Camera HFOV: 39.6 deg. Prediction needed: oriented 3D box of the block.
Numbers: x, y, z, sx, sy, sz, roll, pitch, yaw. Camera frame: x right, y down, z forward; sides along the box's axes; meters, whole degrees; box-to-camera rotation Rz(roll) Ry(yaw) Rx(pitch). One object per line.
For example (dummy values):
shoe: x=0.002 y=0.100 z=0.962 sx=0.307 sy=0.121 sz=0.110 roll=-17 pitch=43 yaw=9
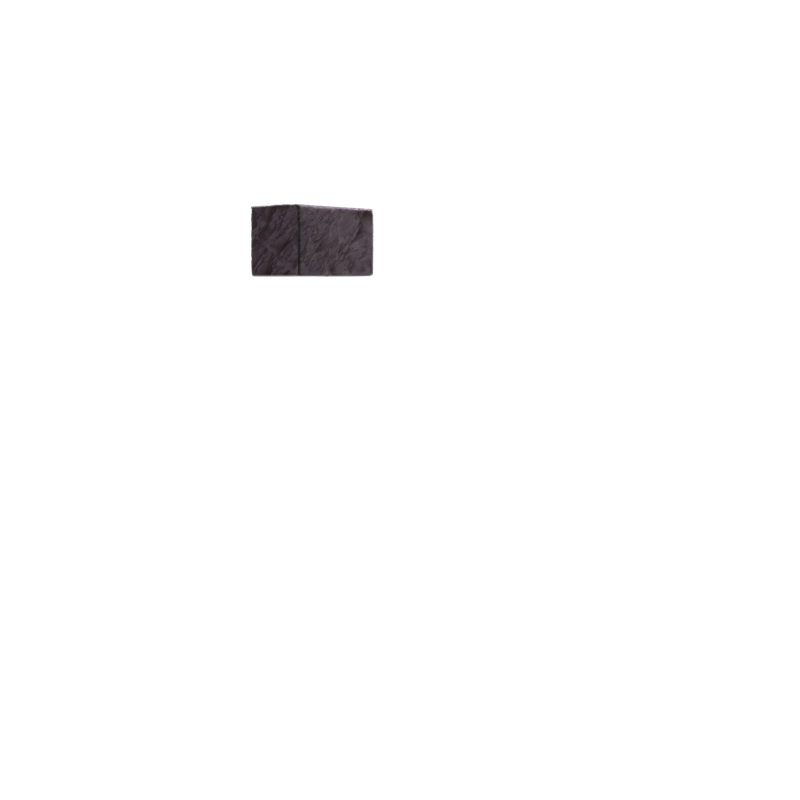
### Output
block: x=-0.063 y=-0.115 z=0.809 sx=0.055 sy=0.051 sz=0.075 roll=2 pitch=4 yaw=43
